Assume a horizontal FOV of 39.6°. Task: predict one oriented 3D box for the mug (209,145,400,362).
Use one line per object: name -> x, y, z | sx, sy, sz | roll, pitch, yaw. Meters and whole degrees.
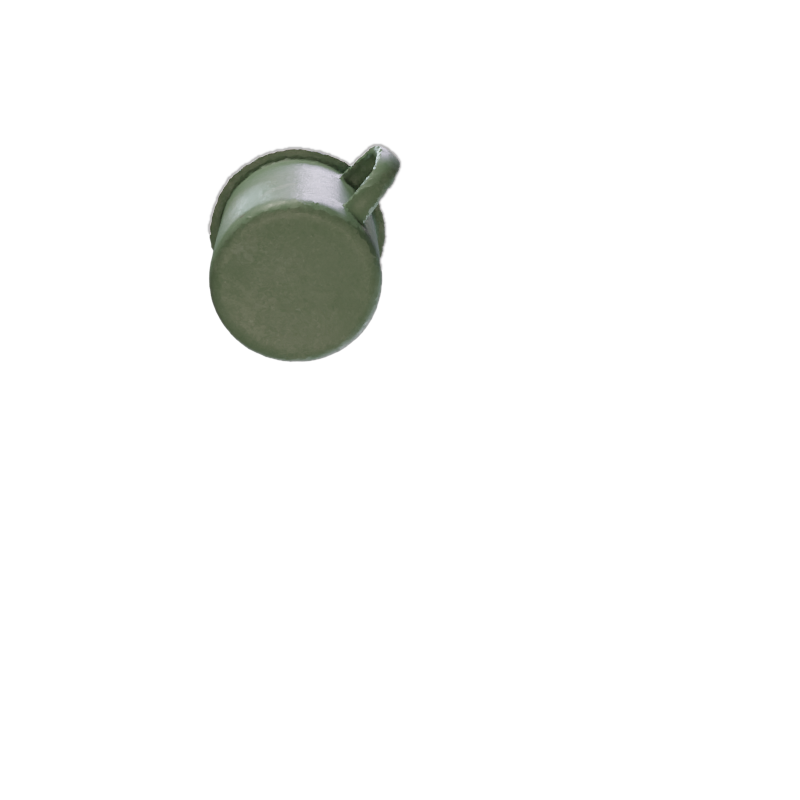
mug -> -0.043, -0.078, 0.548 | 0.090, 0.116, 0.085 | 43, 14, -17
